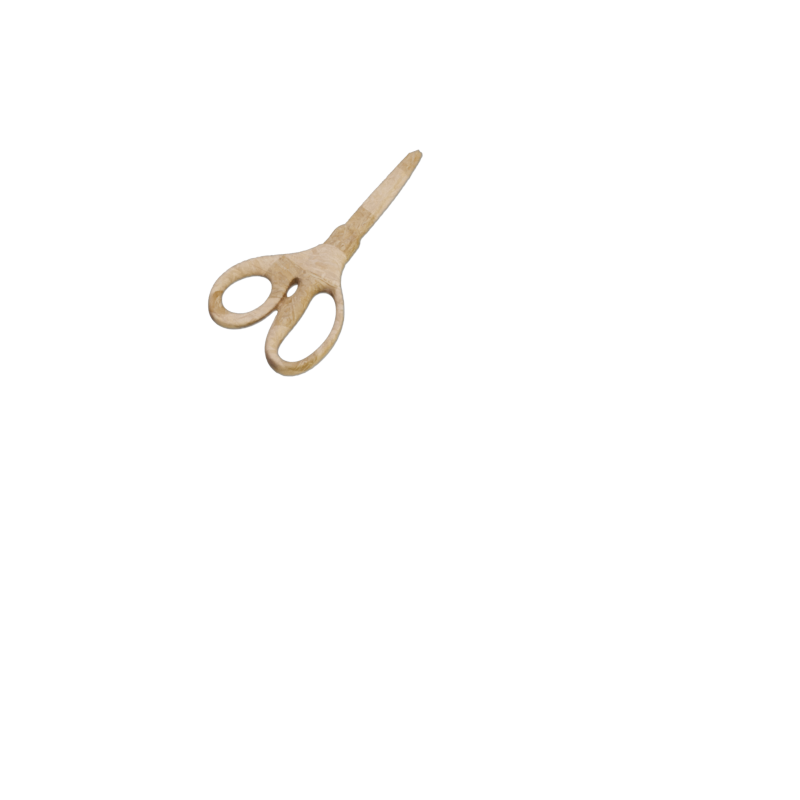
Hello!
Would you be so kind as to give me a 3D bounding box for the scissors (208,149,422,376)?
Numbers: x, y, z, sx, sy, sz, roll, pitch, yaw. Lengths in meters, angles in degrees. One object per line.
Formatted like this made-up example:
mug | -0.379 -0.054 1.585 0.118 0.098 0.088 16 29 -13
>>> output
scissors | -0.057 -0.104 0.729 0.098 0.212 0.015 13 -35 9
